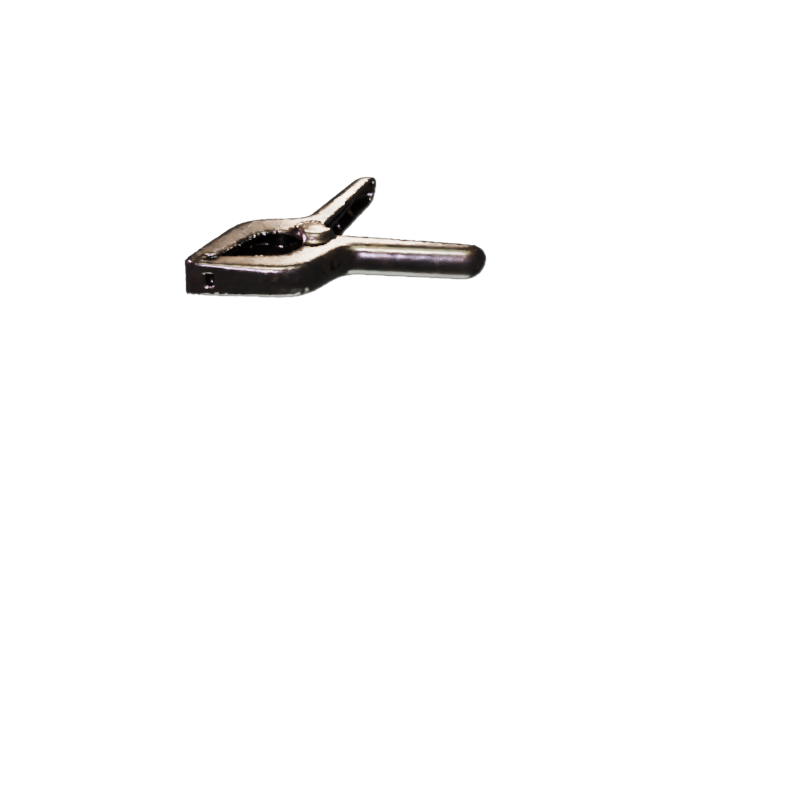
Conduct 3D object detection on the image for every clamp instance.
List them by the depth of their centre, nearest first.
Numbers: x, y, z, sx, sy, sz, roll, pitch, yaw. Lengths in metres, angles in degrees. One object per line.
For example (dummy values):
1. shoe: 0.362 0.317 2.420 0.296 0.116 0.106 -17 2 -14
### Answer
1. clamp: -0.065 -0.119 0.831 0.206 0.034 0.177 -13 34 -20
